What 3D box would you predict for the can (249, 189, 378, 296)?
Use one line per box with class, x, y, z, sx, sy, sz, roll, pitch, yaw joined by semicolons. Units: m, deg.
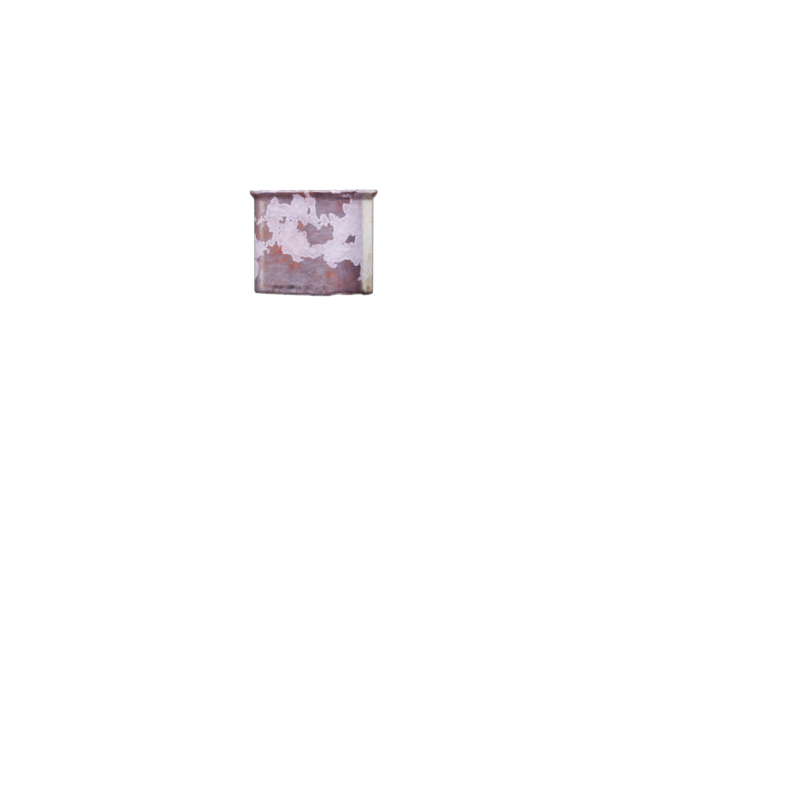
can;-0.070;-0.128;0.895;0.105;0.083;0.056;3;6;25
